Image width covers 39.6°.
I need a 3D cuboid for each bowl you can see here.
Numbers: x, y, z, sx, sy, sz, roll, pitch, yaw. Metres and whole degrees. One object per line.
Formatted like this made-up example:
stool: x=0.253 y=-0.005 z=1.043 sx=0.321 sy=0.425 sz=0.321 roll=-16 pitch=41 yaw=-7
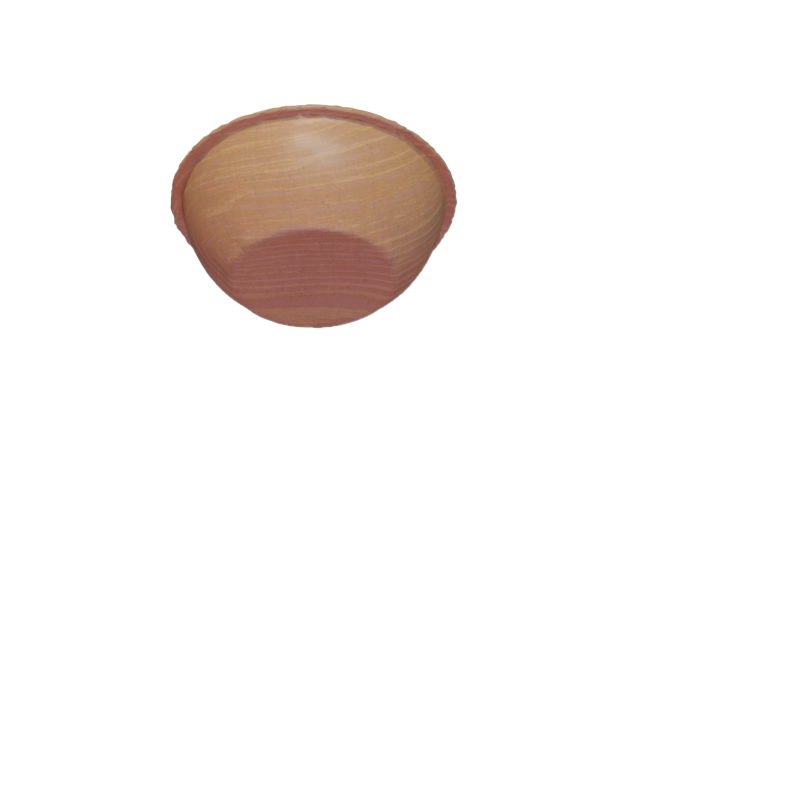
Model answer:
bowl: x=-0.048 y=-0.087 z=0.612 sx=0.162 sy=0.059 sz=0.151 roll=1 pitch=-34 yaw=-2
